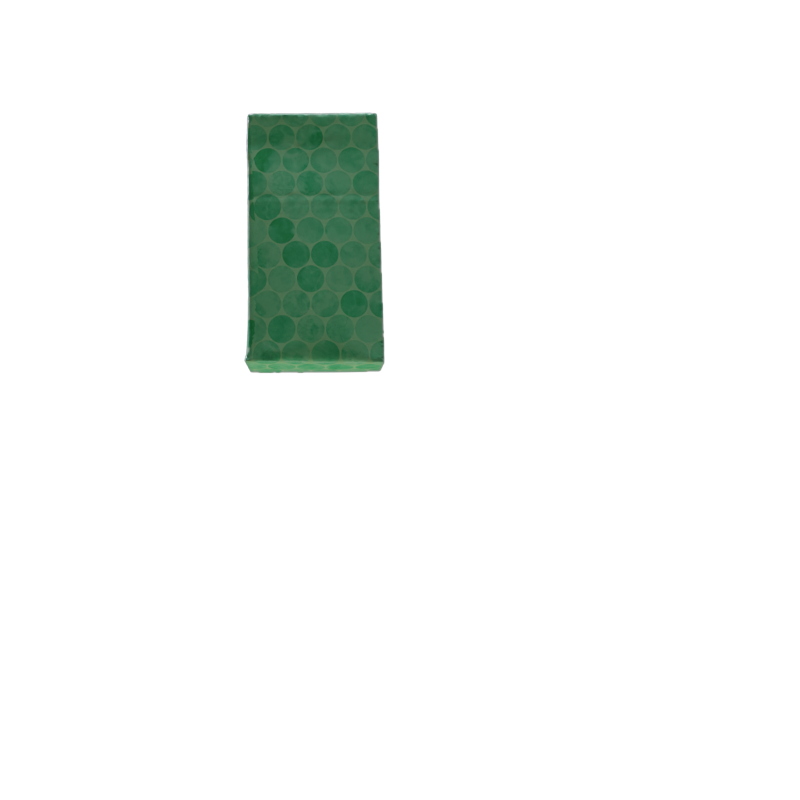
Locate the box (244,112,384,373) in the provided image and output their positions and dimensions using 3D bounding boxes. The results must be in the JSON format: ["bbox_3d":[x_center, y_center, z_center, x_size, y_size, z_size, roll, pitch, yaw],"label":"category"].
[{"bbox_3d":[-0.060,-0.109,0.763,0.093,0.183,0.046,-1,-16,-2],"label":"box"}]
